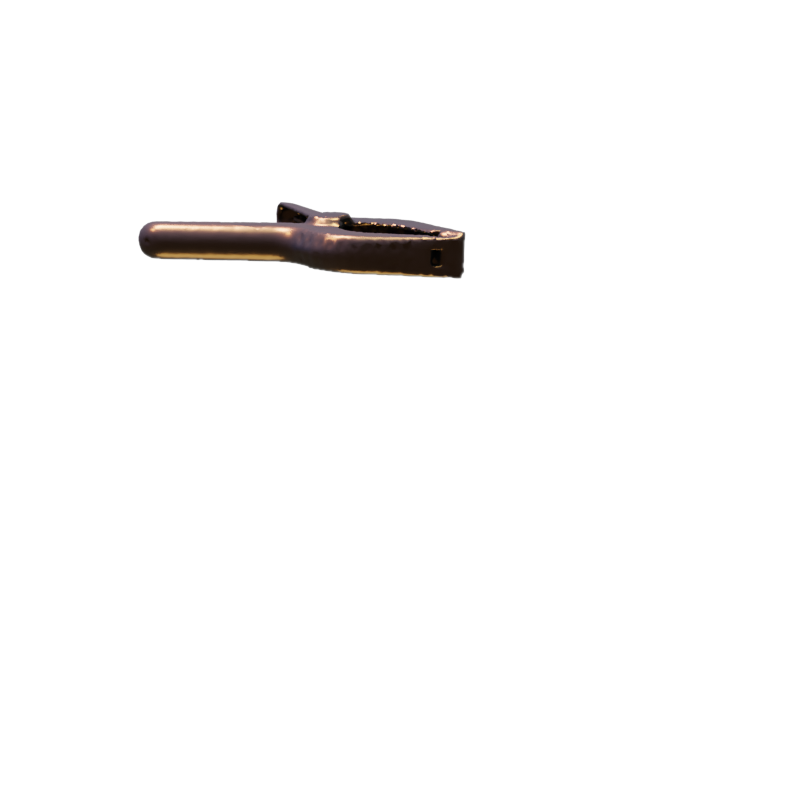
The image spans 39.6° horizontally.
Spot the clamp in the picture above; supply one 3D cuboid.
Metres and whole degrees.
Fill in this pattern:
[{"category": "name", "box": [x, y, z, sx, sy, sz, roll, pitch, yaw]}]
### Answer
[{"category": "clamp", "box": [-0.058, -0.105, 0.739, 0.221, 0.035, 0.161, 14, 22, 38]}]
